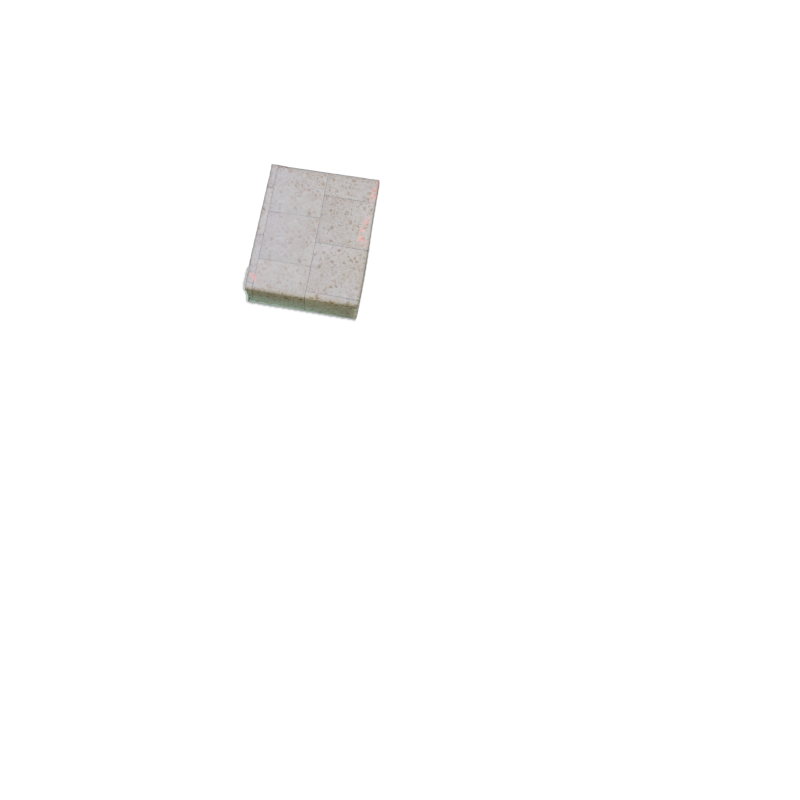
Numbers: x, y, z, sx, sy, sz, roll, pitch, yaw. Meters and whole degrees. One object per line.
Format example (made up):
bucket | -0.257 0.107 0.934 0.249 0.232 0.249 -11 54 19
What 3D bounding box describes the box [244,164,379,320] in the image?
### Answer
box | -0.069 -0.126 0.882 0.090 0.119 0.037 8 -23 3
